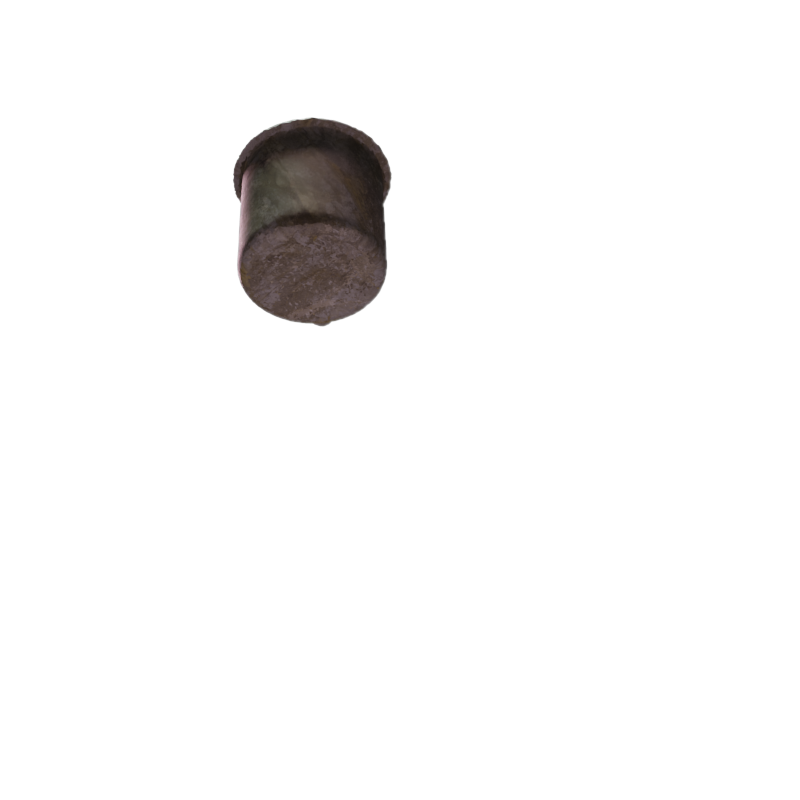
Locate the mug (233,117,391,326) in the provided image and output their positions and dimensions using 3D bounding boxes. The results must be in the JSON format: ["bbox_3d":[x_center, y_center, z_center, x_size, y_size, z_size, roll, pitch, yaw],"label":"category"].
[{"bbox_3d":[-0.050,-0.090,0.633,0.093,0.087,0.109,-2,-42,0],"label":"mug"}]
